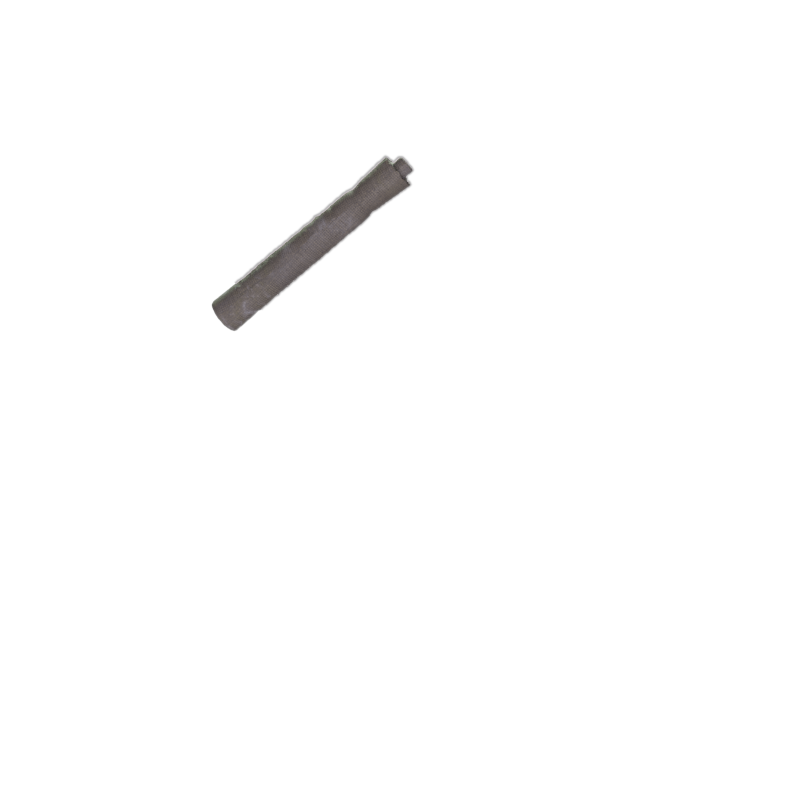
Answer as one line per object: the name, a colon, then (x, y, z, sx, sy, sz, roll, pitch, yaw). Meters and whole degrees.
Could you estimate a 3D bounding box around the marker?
marker: (-0.043, -0.078, 0.548, 0.120, 0.020, 0.019, -38, -5, 12)
